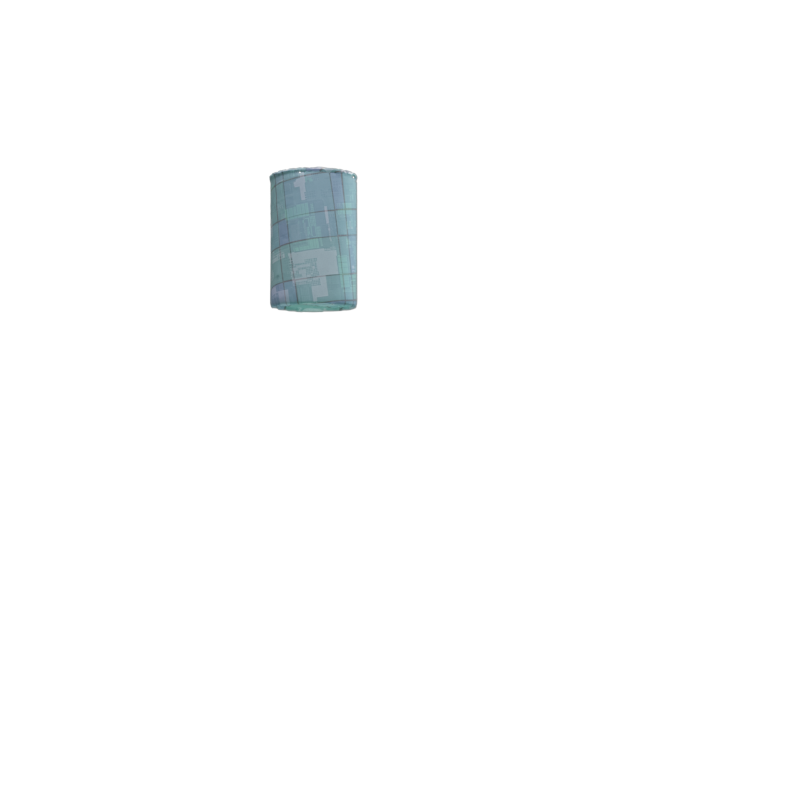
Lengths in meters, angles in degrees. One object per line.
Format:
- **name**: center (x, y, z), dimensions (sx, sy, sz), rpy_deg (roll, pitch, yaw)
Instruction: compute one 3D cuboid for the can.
- **can**: center (-0.066, -0.121, 0.845), dimensions (0.068, 0.104, 0.067), rpy_deg (0, -6, -2)
